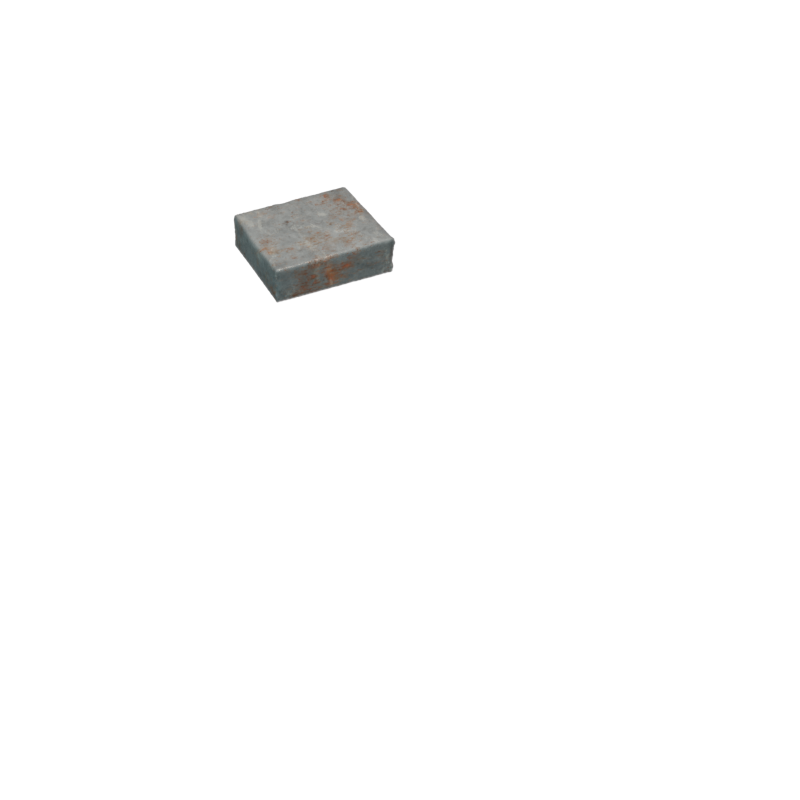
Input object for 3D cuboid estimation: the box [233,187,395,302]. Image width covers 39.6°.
[{"bbox_3d":[-0.059,-0.108,0.754,0.088,0.028,0.079,-18,43,-20],"label":"box"}]
